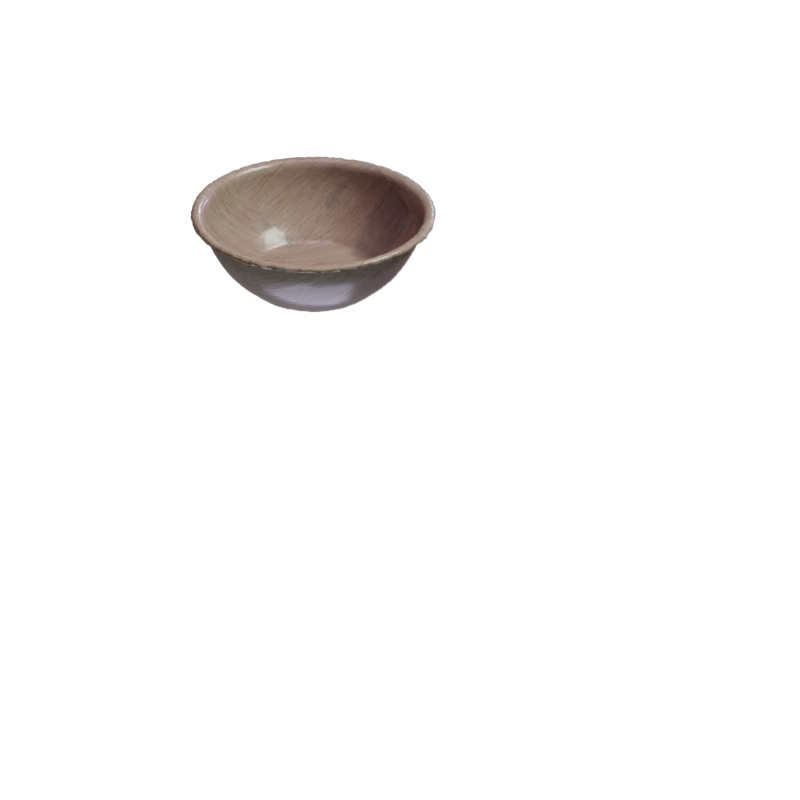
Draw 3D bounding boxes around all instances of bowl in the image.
[{"bbox_3d":[-0.058,-0.106,0.745,0.162,0.052,0.173,-1,35,-2],"label":"bowl"}]
